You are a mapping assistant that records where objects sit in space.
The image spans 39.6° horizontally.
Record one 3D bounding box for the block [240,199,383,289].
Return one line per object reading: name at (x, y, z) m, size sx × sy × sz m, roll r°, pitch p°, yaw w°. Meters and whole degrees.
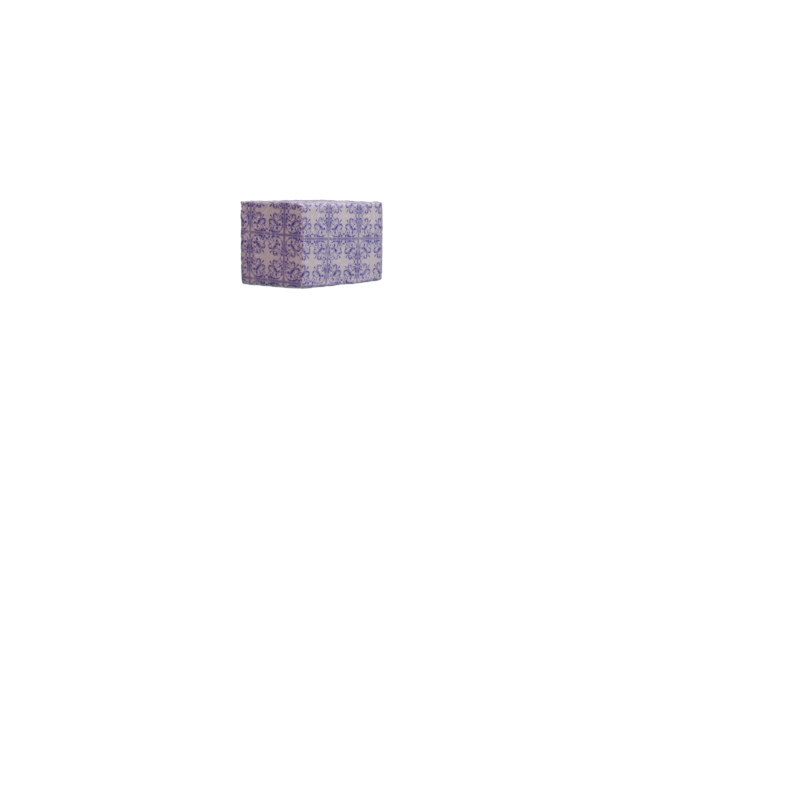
block at (-0.054, -0.098, 0.687) m, size 0.055 × 0.051 × 0.076 m, roll 6°, pitch 10°, yaw 38°
